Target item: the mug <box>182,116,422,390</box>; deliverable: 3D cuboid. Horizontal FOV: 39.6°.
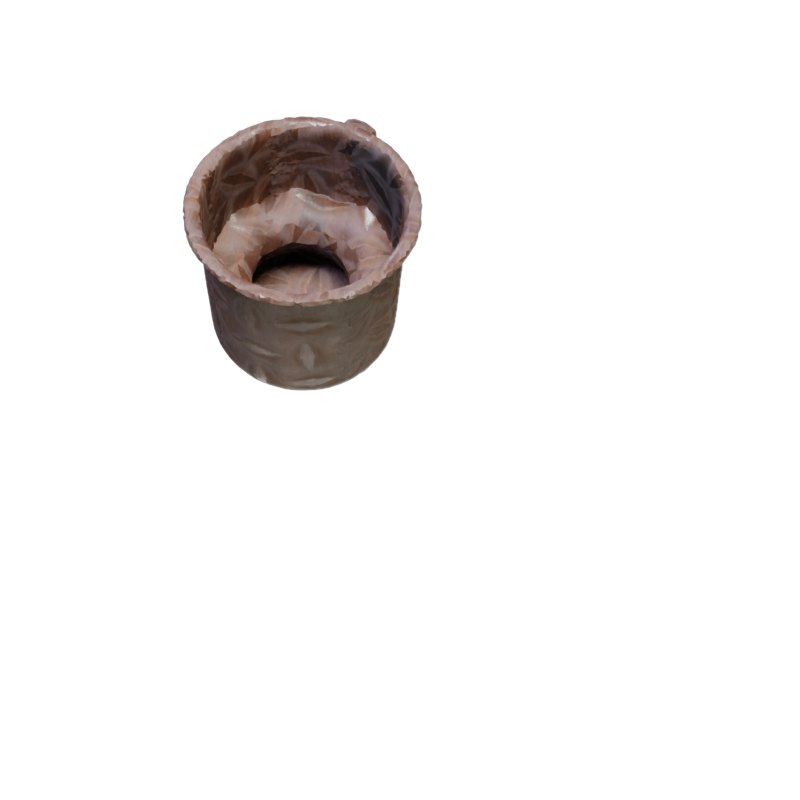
[{"bbox_3d":[-0.037,-0.067,0.468,0.095,0.123,0.076,16,-32,8],"label":"mug"}]
